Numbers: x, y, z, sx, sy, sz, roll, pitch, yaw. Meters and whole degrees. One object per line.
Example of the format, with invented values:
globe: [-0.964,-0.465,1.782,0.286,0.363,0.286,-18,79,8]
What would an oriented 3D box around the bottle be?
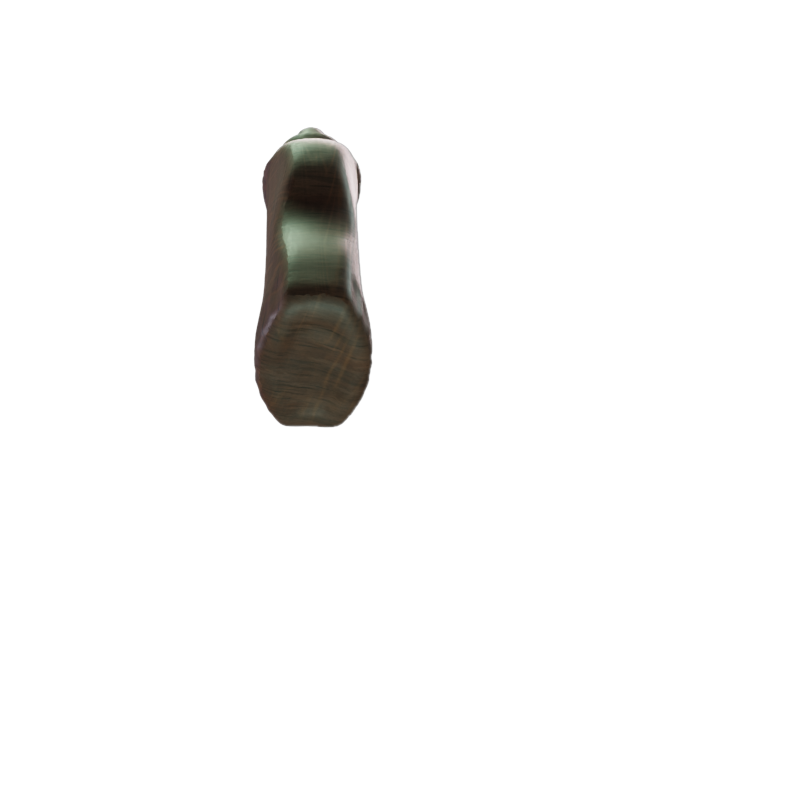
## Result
bottle: [-0.048,-0.087,0.606,0.058,0.206,0.089,0,-44,-4]
